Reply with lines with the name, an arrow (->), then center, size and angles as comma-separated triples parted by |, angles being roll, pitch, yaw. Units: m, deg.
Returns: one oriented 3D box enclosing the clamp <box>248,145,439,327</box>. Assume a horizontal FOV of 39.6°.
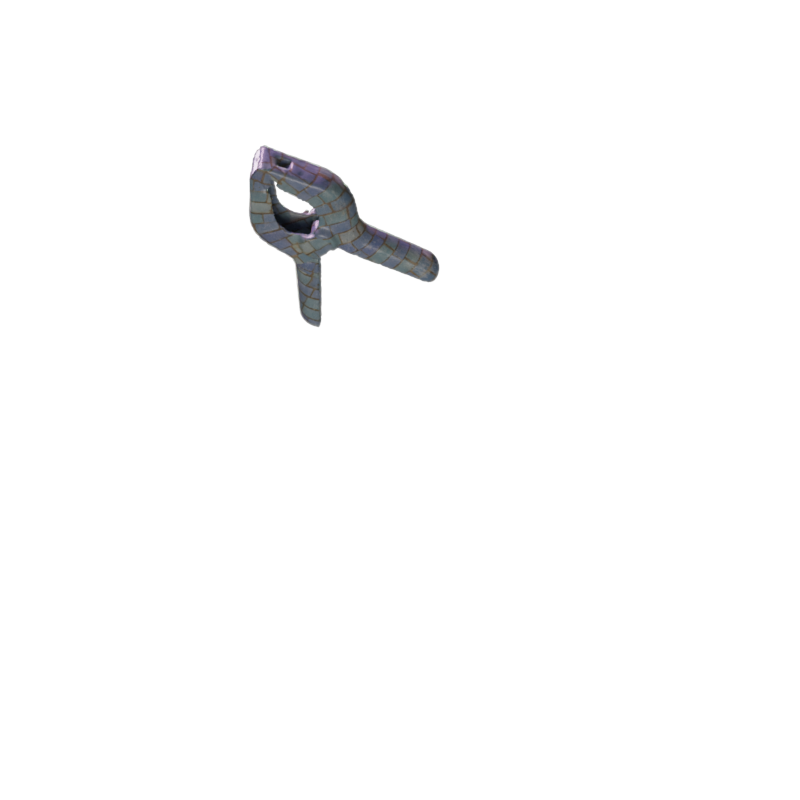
clamp -> -0.065, -0.119, 0.836 | 0.119, 0.042, 0.161 | -33, -57, 25
